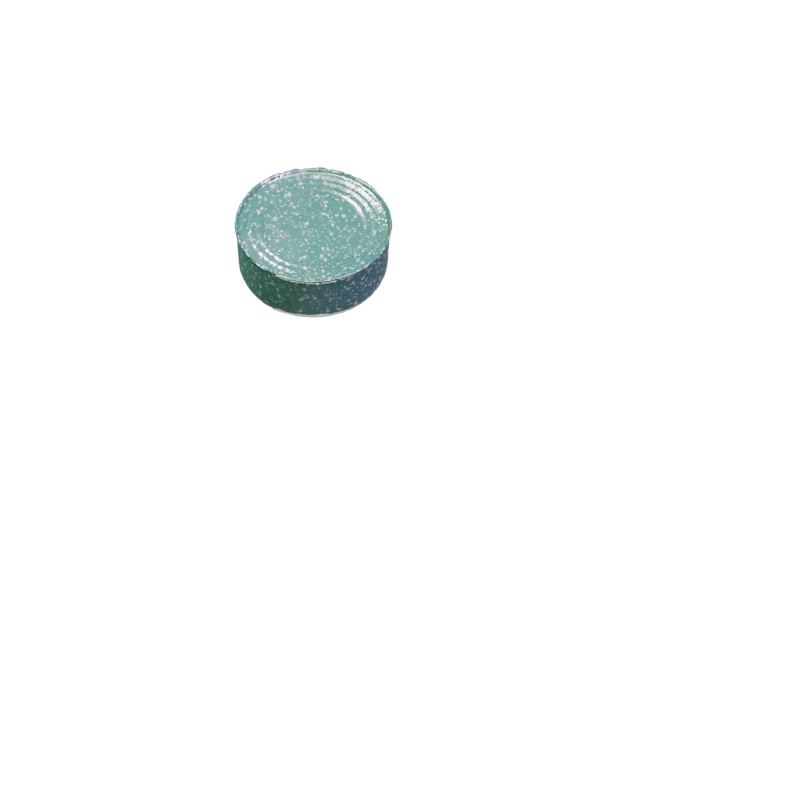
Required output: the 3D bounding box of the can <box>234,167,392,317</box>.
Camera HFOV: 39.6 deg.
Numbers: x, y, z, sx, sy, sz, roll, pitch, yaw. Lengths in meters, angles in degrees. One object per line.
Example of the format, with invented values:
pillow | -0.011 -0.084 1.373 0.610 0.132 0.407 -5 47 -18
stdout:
can | -0.048 -0.088 0.616 0.086 0.092 0.031 -1 -39 -1
